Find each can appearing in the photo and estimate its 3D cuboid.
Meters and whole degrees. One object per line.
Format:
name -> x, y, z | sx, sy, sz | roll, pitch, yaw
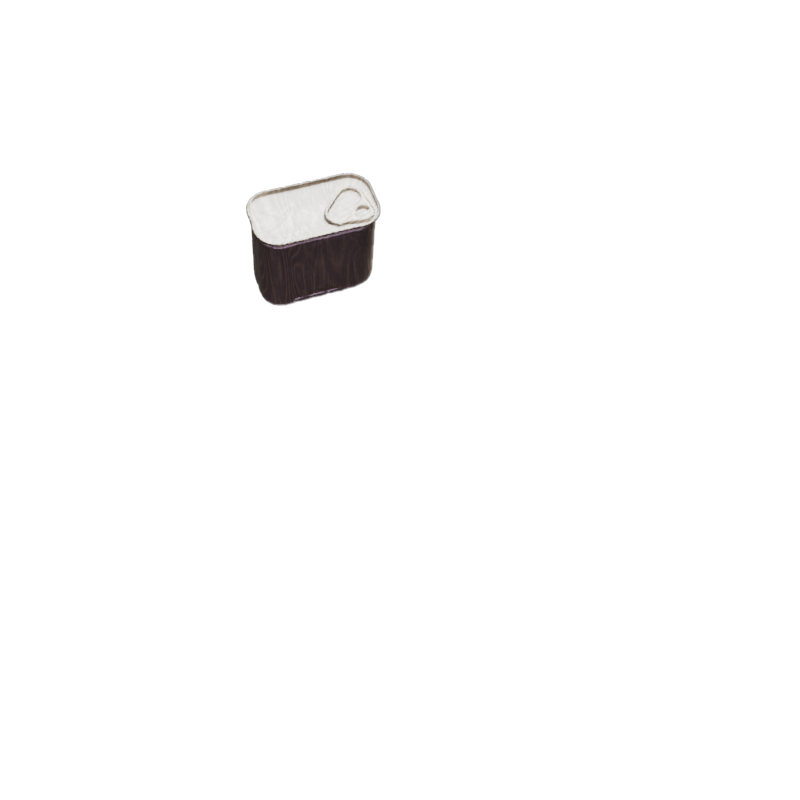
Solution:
can -> -0.070, -0.127, 0.891 | 0.101, 0.062, 0.078 | -15, -33, -12
